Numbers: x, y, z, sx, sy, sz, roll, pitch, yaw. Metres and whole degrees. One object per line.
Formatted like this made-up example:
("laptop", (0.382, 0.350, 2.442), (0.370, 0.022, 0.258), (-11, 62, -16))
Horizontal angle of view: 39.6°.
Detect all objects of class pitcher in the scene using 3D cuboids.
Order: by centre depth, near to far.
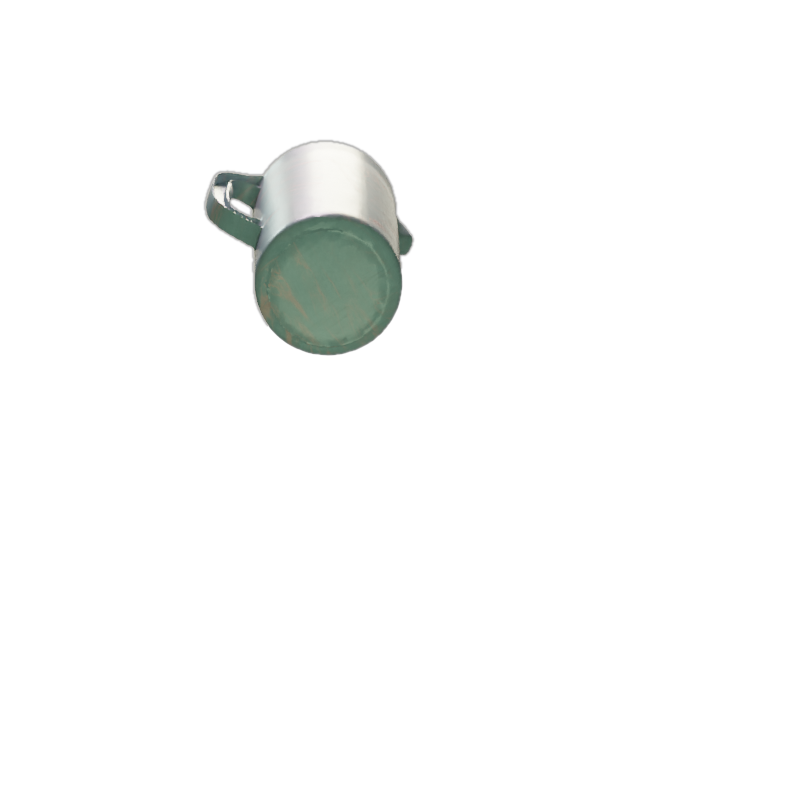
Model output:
("pitcher", (-0.071, -0.130, 0.908), (0.149, 0.139, 0.254), (-23, 20, 5))
